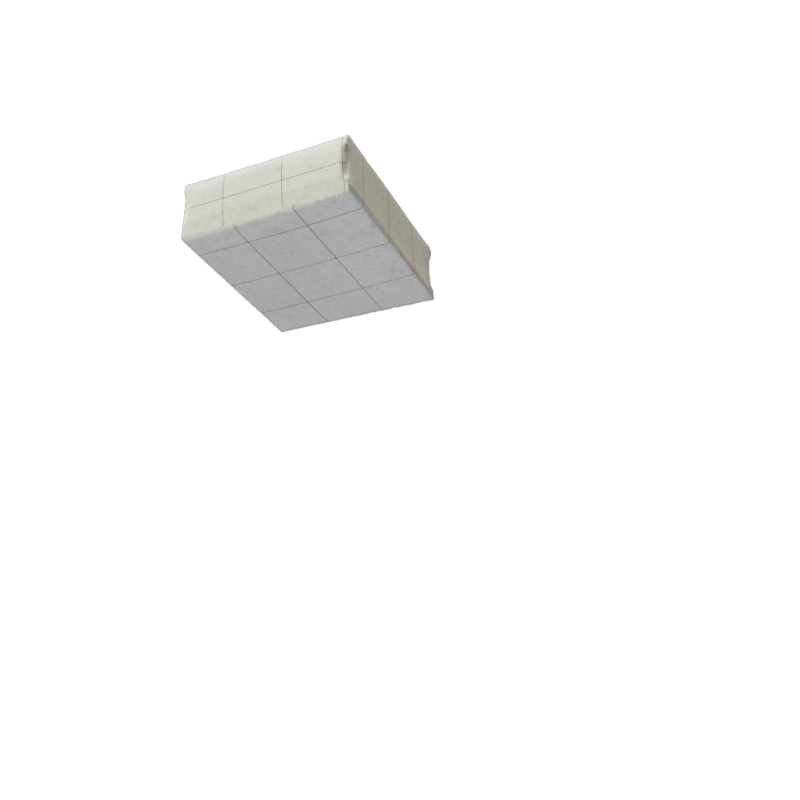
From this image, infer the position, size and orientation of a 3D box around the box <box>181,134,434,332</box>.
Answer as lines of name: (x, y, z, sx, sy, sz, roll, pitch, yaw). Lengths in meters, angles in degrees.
box: (-0.036, -0.065, 0.455, 0.074, 0.032, 0.083, -12, -30, 22)
